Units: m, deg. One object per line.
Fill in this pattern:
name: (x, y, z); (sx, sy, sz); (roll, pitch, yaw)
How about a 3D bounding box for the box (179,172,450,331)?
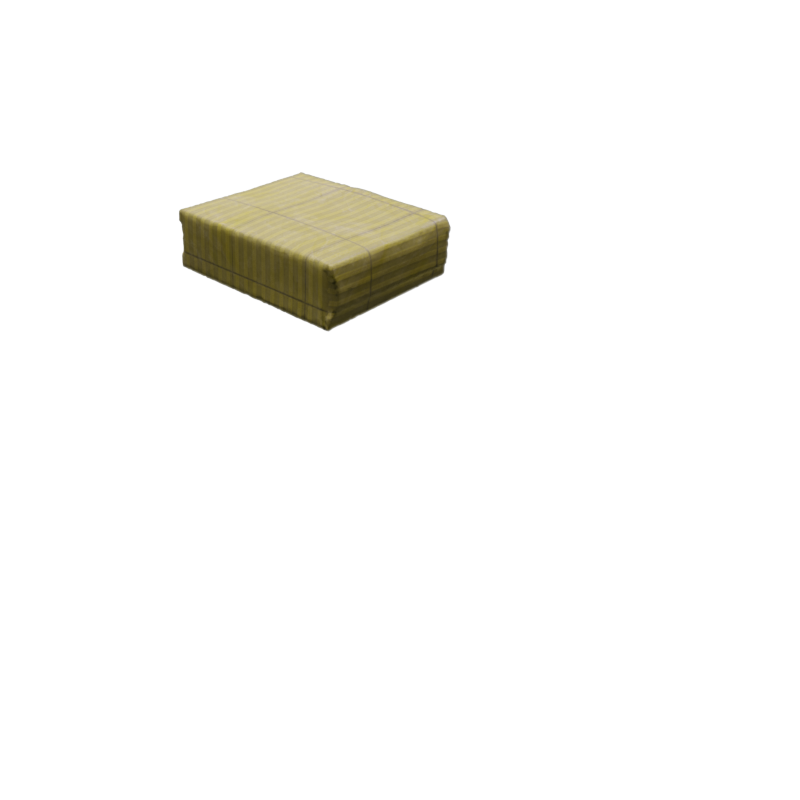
box: (-0.036, -0.066, 0.463); (0.095, 0.029, 0.073); (23, 35, 37)
